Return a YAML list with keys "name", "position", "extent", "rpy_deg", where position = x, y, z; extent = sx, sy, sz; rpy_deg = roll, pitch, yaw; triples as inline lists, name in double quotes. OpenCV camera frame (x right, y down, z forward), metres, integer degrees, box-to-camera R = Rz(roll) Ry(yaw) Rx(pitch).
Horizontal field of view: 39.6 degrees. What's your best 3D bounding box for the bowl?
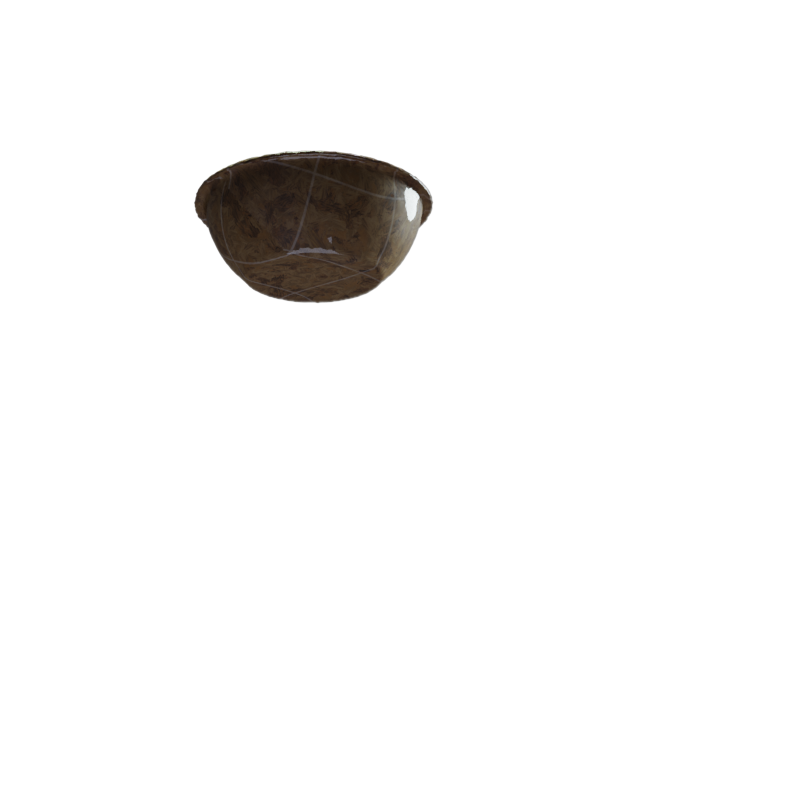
- name: "bowl"
  position: [-0.058, -0.106, 0.742]
  extent: [0.162, 0.058, 0.155]
  rpy_deg: [0, -17, -2]
